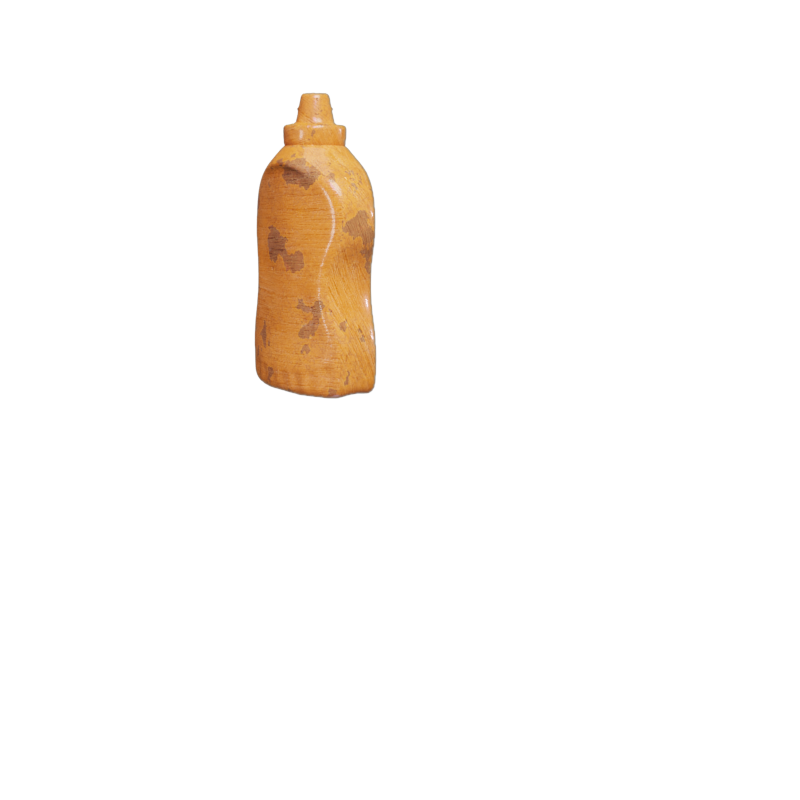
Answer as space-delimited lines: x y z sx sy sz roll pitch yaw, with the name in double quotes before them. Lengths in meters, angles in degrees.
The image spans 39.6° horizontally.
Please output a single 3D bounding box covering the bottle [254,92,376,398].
"bottle" -0.056 -0.103 0.722 0.056 0.189 0.100 -3 7 -37
